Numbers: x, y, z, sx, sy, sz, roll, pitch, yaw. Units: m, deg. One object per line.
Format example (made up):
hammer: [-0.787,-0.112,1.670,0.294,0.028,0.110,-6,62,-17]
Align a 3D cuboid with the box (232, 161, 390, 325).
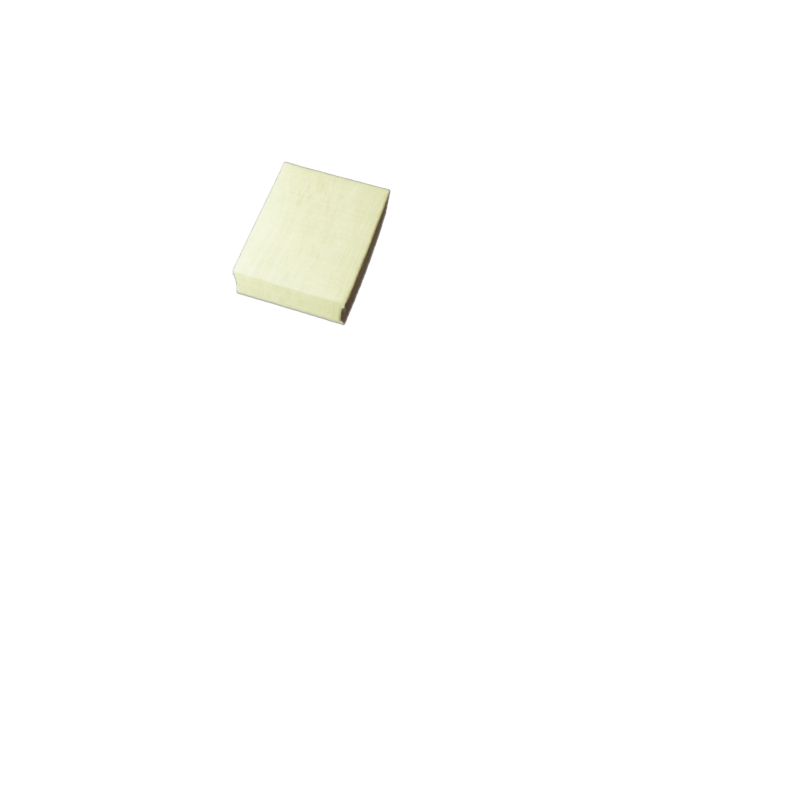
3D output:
box: [-0.067,-0.122,0.852,0.092,0.119,0.036,15,-32,9]
